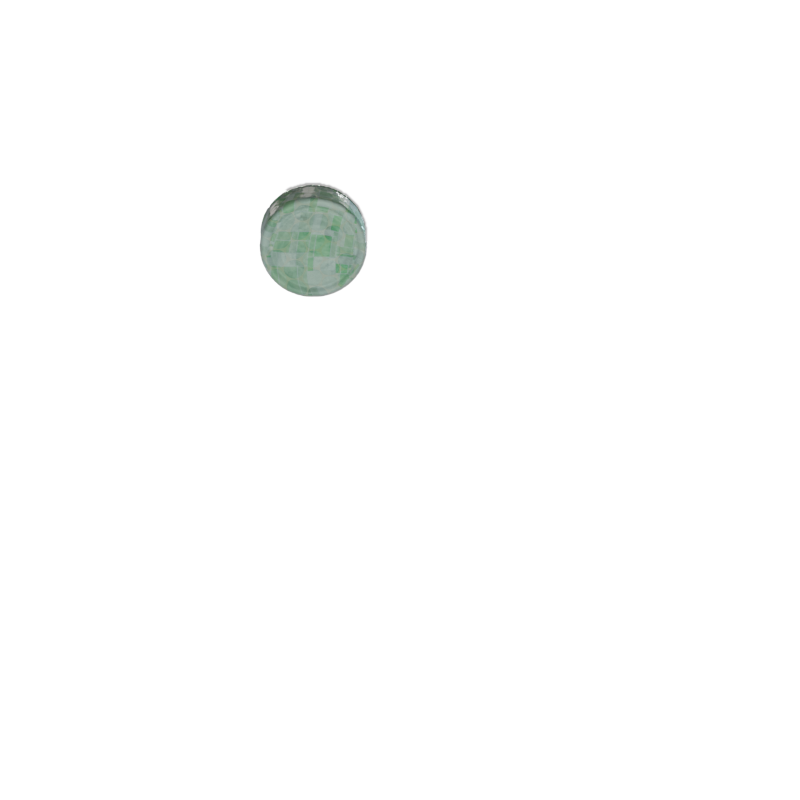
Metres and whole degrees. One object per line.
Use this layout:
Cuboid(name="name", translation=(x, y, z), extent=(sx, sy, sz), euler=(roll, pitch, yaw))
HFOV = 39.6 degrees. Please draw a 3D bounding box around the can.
Cuboid(name="can", translation=(-0.069, -0.126, 0.883), extent=(0.086, 0.082, 0.035), euler=(1, 24, -1))
